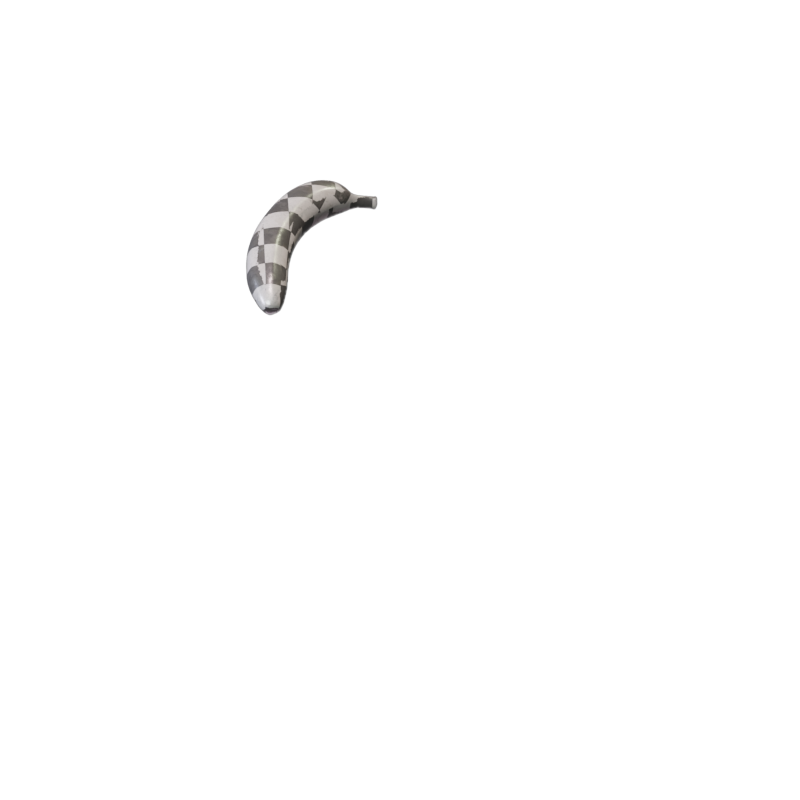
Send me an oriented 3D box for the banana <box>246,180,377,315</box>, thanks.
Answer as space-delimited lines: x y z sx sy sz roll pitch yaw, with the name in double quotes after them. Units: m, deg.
-0.089 -0.143 0.952 0.072 0.034 0.204 16 42 18 "banana"
